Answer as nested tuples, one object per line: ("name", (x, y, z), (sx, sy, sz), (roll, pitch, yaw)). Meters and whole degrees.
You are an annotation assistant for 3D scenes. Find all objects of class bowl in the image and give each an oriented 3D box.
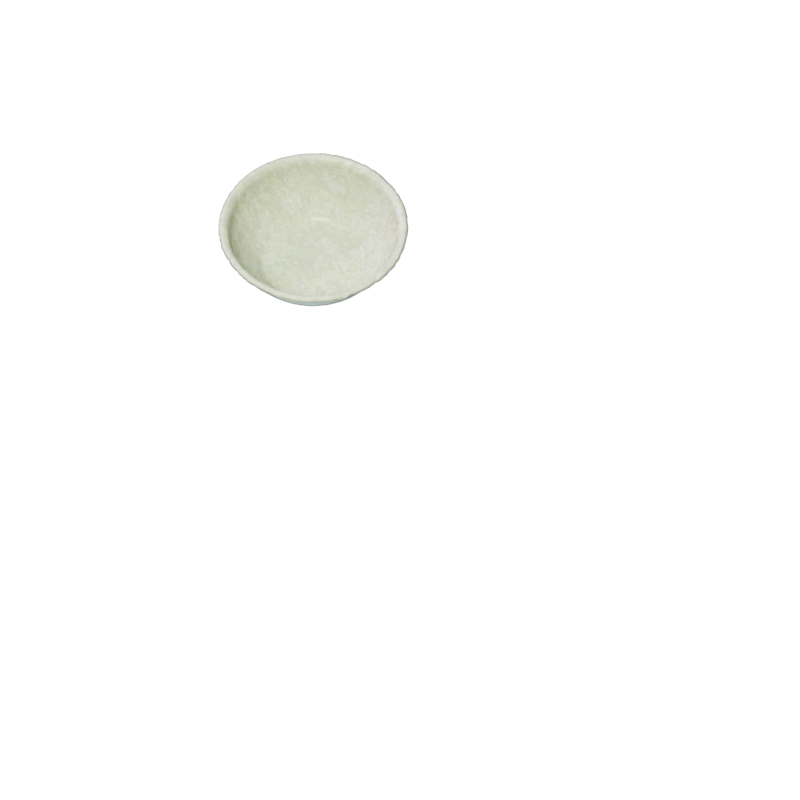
("bowl", (-0.075, -0.137, 0.962), (0.162, 0.173, 0.051), (-1, -35, -1))
